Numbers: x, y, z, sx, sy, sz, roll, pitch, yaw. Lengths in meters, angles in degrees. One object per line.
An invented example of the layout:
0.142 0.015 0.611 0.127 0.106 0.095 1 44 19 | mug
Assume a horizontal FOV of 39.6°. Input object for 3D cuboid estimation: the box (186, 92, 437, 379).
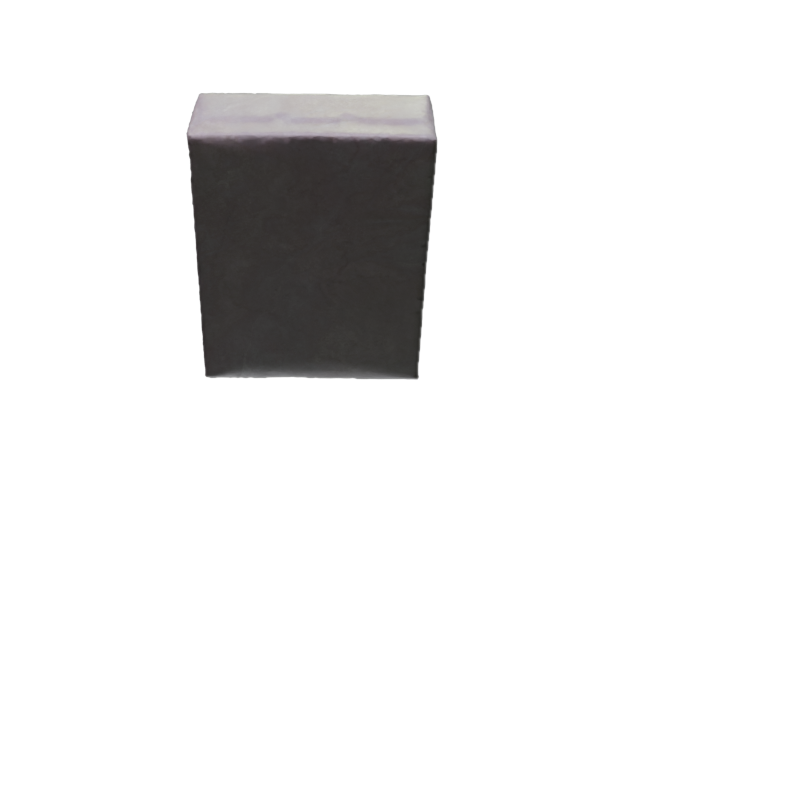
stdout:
-0.063 -0.114 0.799 0.164 0.200 0.077 2 39 -1 | box
